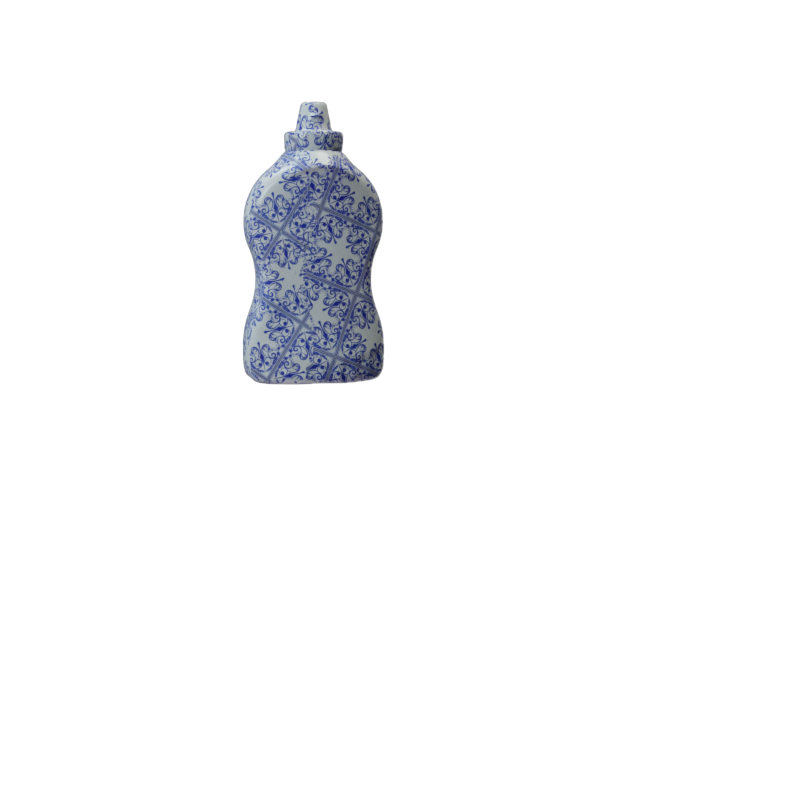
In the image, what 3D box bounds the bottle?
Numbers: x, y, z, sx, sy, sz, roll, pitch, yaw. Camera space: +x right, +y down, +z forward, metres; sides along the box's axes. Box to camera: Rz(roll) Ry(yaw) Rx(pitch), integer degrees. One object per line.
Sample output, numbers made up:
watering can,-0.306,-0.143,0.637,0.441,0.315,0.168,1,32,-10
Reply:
bottle,-0.060,-0.109,0.766,0.094,0.191,0.059,0,2,-12
